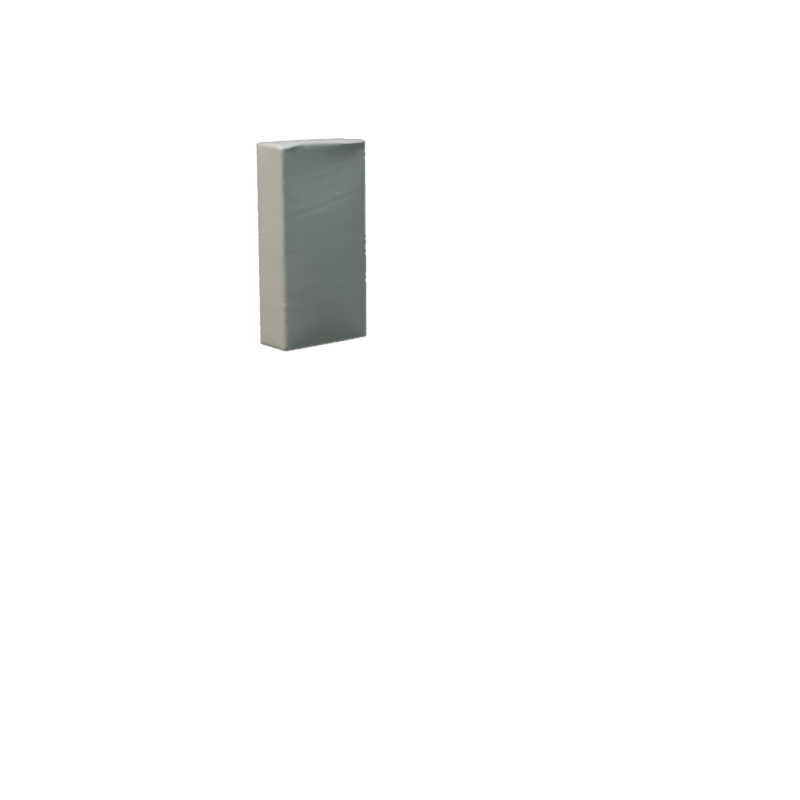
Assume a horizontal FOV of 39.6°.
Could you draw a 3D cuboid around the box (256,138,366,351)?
[{"bbox_3d":[-0.075,-0.138,0.964,0.091,0.172,0.051,-9,15,-38],"label":"box"}]
